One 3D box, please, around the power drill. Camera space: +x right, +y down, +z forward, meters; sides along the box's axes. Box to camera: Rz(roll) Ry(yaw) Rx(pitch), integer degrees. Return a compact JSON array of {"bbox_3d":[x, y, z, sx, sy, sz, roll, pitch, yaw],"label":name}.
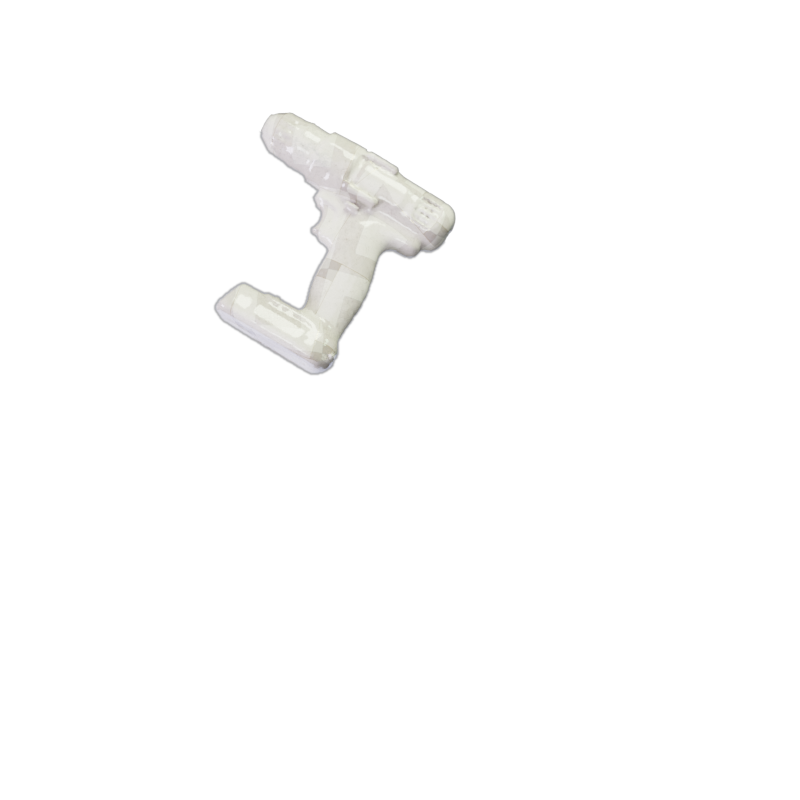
[{"bbox_3d":[-0.072,-0.132,0.924,0.188,0.191,0.055,31,-14,8],"label":"power drill"}]
